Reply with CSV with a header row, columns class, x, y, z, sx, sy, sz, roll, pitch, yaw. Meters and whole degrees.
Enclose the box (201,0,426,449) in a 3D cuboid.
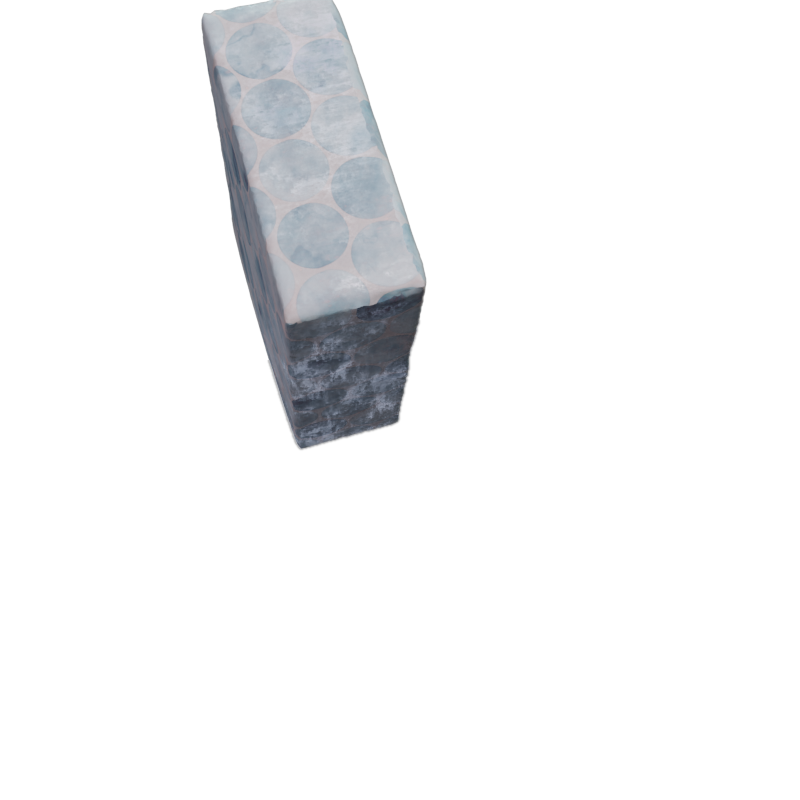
class,x,y,z,sx,sy,sz,roll,pitch,yaw
box,-0.046,-0.084,0.586,0.071,0.173,0.204,-14,-19,-9
